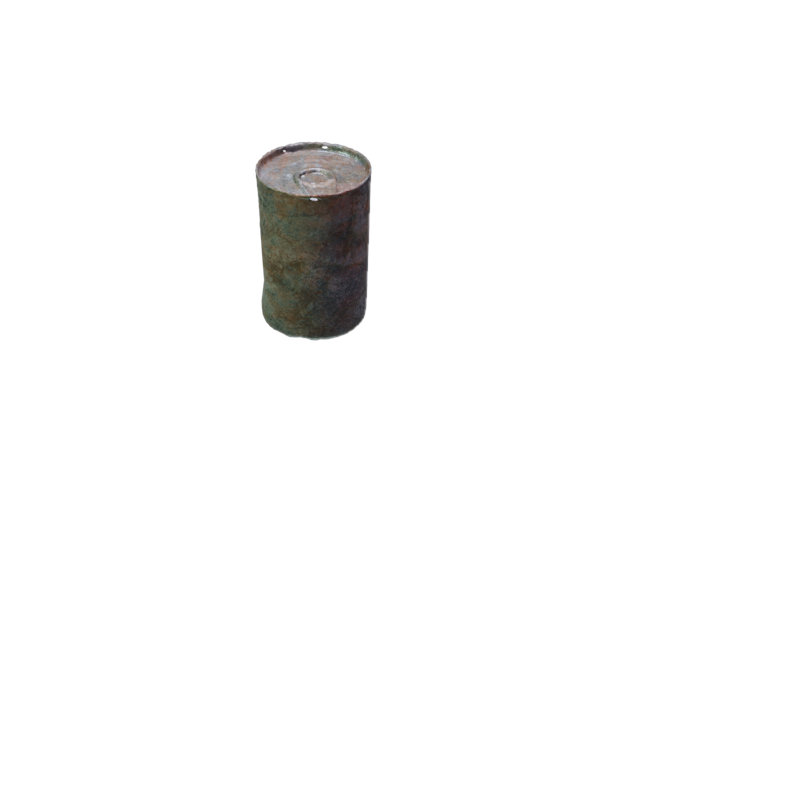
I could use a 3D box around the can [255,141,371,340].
[{"bbox_3d":[-0.052,-0.096,0.671,0.068,0.096,0.073,0,34,-3],"label":"can"}]
